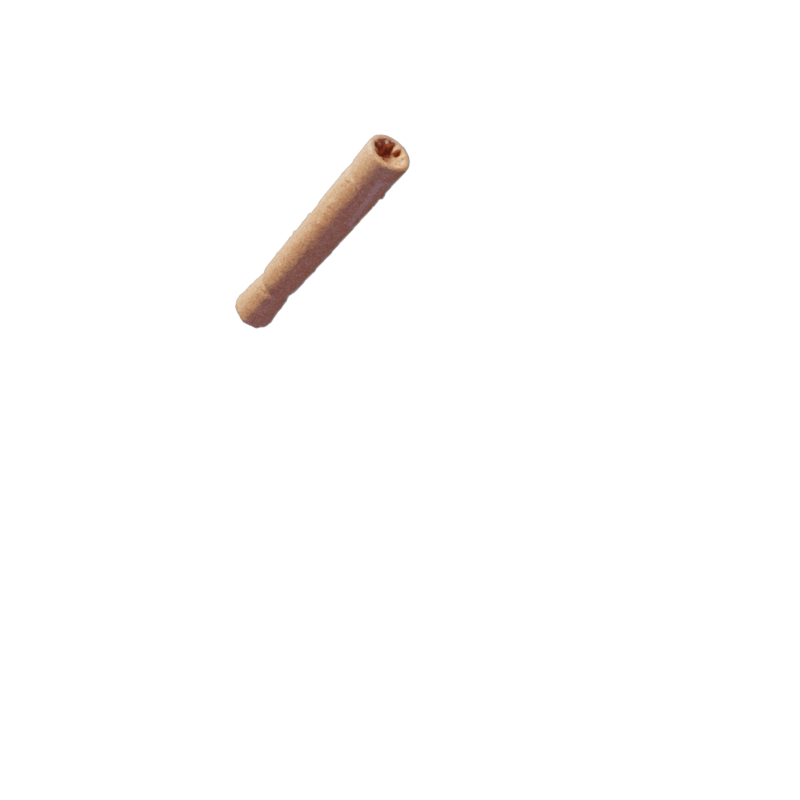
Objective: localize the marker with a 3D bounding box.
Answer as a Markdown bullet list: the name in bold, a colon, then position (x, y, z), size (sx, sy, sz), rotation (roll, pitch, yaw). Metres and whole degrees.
- **marker**: position (-0.036, -0.066, 0.465), size (0.019, 0.021, 0.118), rotation (-2, -28, -40)
